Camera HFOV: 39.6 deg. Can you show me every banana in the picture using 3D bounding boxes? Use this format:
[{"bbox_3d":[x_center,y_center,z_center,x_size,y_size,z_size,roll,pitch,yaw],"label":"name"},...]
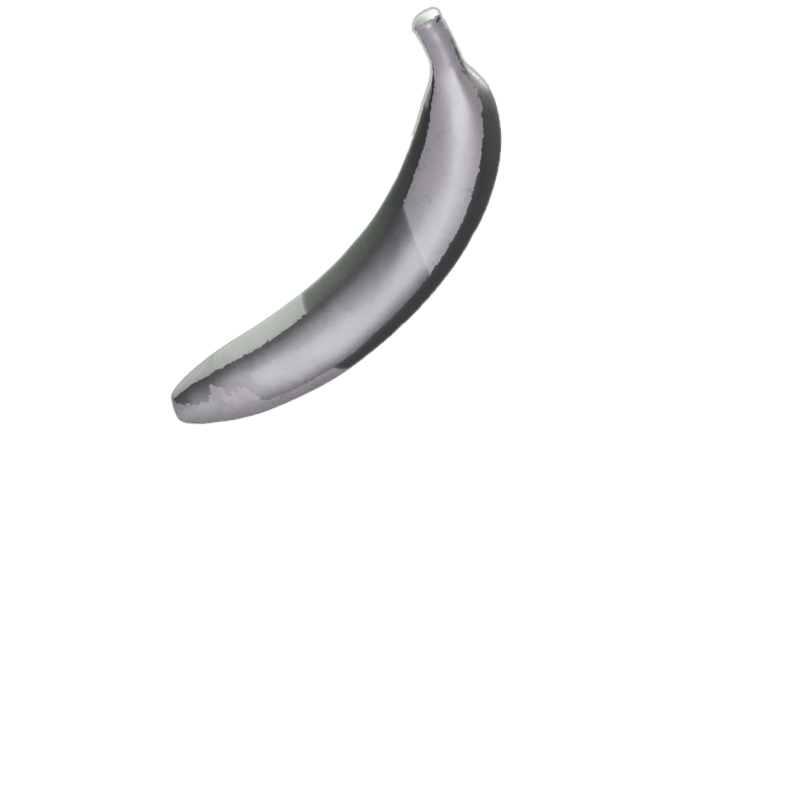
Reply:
[{"bbox_3d":[-0.017,-0.057,0.441,0.068,0.193,0.039,30,20,-14],"label":"banana"}]
